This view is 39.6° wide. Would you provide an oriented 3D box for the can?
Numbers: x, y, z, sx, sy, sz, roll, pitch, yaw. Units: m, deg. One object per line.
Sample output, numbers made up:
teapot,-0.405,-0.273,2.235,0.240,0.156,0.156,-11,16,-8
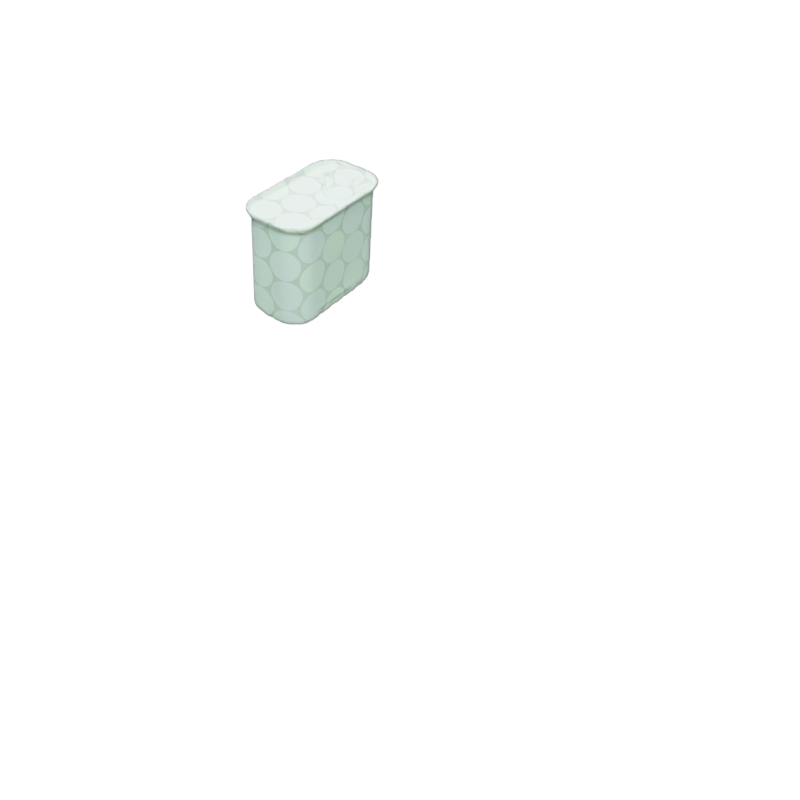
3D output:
can,-0.063,-0.115,0.804,0.061,0.078,0.103,24,43,28
